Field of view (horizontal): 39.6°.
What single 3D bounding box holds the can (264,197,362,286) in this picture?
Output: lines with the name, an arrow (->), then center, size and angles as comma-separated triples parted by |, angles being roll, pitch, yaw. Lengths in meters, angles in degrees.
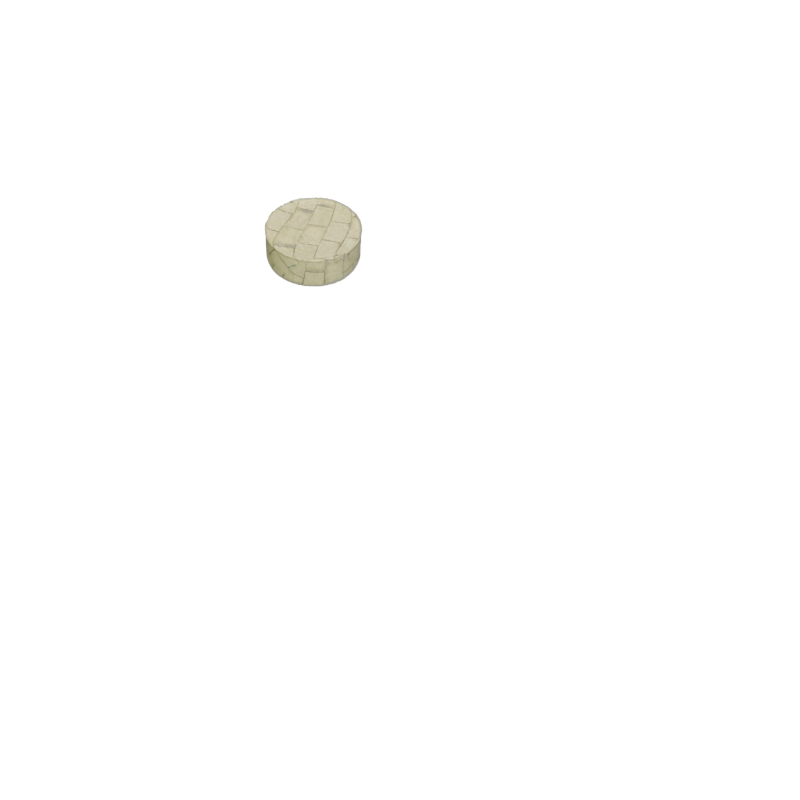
can -> -0.077, -0.141, 0.984 | 0.086, 0.092, 0.031 | -1, -44, -1
